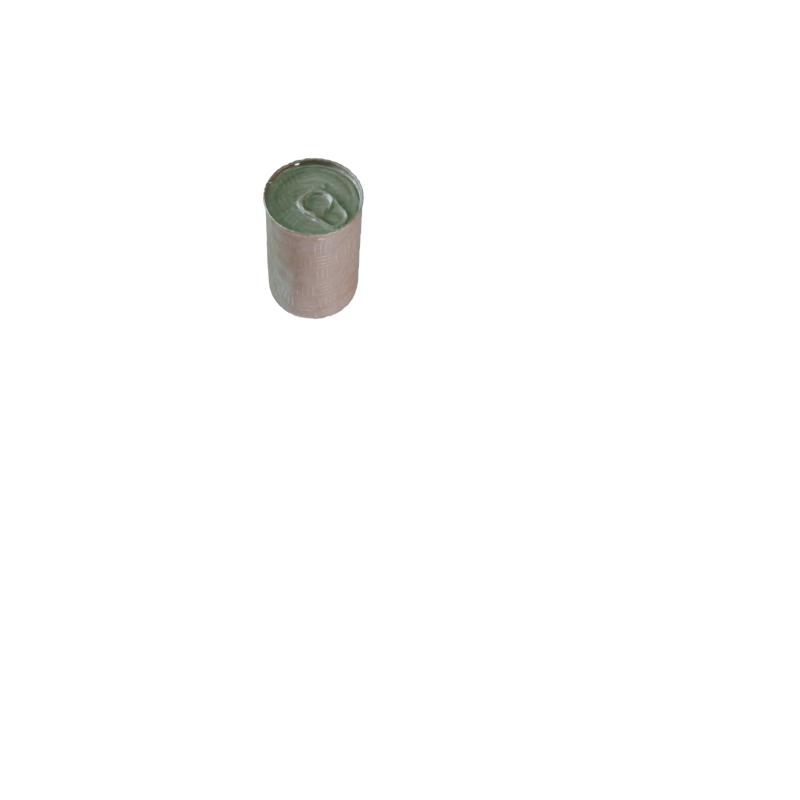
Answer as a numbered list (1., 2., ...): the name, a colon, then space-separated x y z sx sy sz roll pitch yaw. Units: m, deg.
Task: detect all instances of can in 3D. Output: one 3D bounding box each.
1. can: -0.061 -0.112 0.784 0.068 0.073 0.096 0 -34 -3
